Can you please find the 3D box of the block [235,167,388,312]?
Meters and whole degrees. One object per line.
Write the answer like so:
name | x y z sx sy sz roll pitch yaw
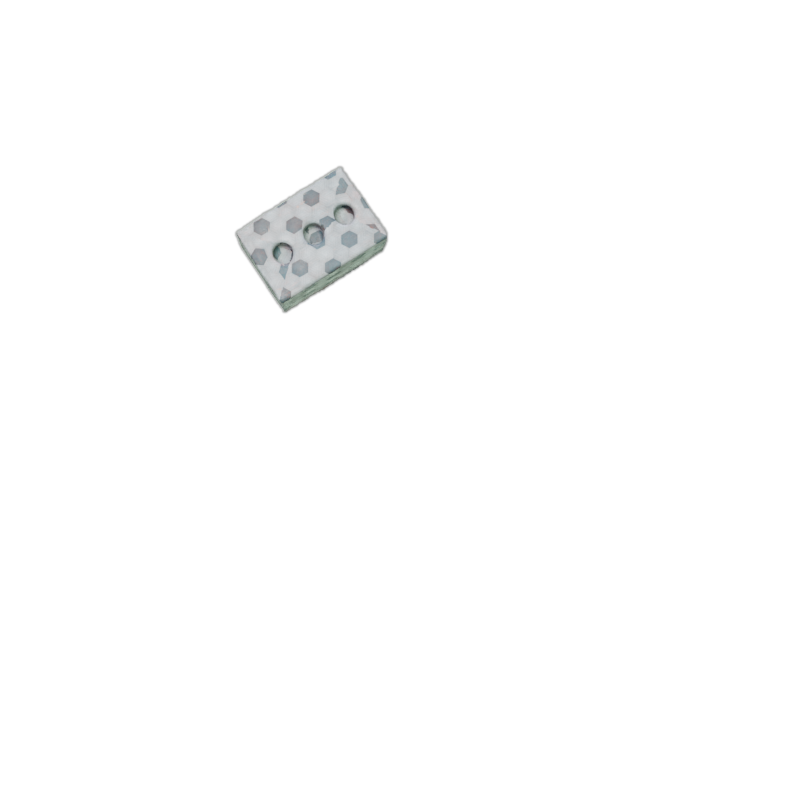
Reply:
block | -0.053 -0.097 0.681 0.078 0.054 0.050 -34 -5 -6
